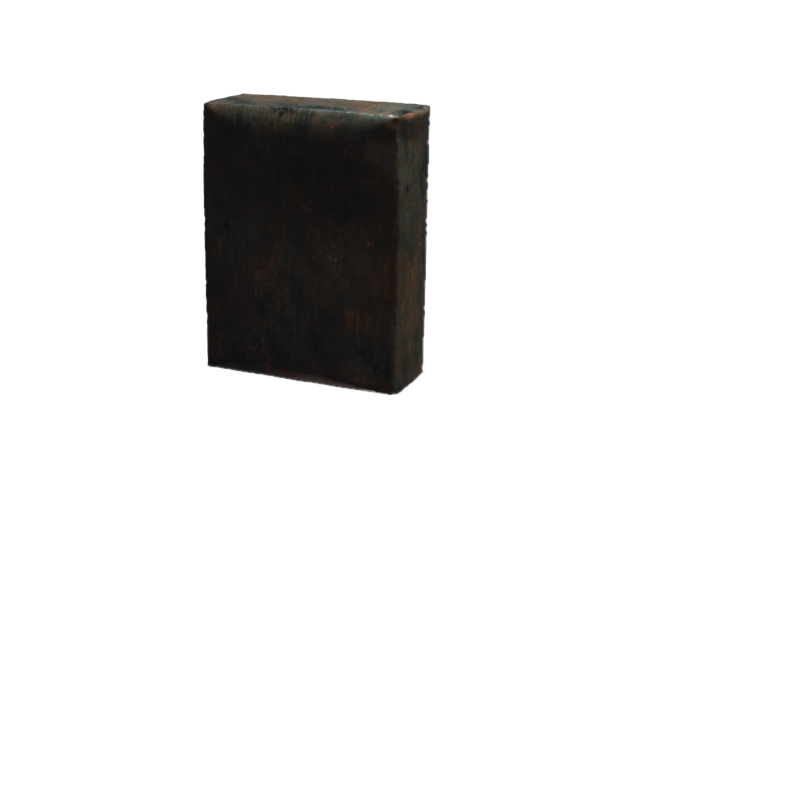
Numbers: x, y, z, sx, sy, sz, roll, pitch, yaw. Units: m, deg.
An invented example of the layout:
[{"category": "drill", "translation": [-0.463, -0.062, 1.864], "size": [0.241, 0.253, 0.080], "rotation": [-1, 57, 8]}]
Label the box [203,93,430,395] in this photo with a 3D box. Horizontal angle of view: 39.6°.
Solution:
[{"category": "box", "translation": [-0.067, -0.121, 0.851], "size": [0.170, 0.206, 0.072], "rotation": [9, 17, 23]}]
